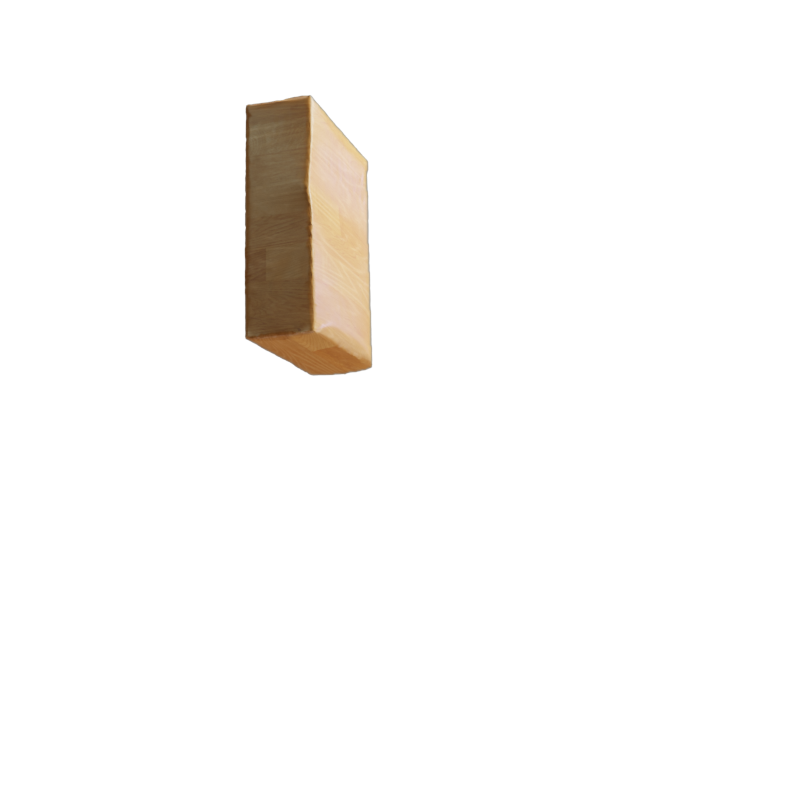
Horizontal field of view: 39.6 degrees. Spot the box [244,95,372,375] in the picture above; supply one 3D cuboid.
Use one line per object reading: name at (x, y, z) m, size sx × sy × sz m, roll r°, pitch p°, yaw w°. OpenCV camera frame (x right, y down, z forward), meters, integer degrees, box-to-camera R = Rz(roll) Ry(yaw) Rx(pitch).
box at (-0.078, -0.142, 0.998) m, size 0.073 × 0.223 × 0.155 m, roll -6°, pitch -17°, yaw 16°
